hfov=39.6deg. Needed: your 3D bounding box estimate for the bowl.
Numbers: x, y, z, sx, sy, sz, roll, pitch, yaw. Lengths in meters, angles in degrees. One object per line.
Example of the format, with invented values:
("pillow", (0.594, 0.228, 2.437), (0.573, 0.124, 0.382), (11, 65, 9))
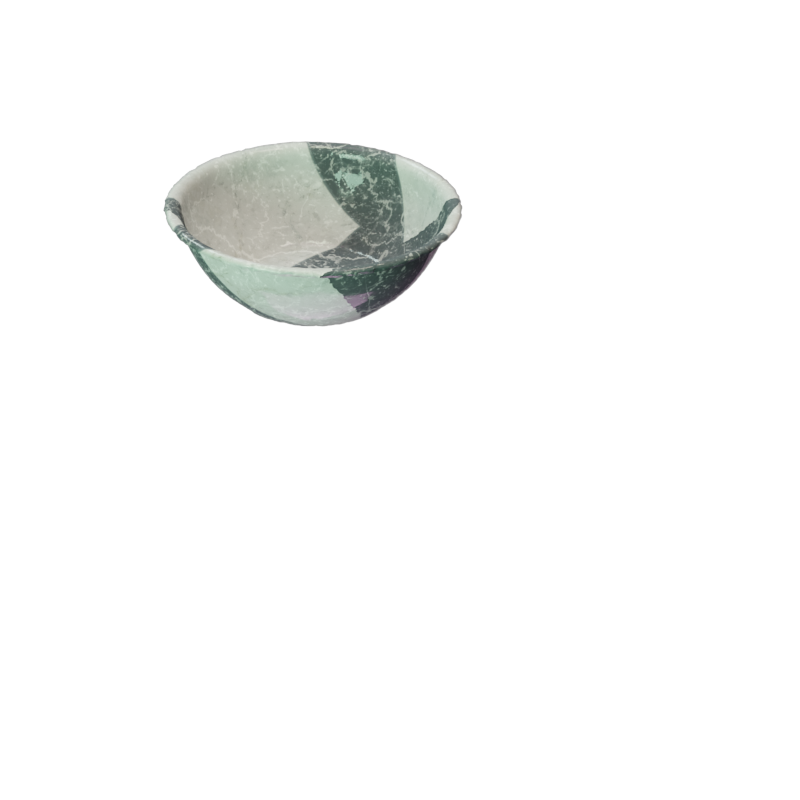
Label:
("bowl", (-0.048, -0.088, 0.617), (0.162, 0.052, 0.173), (-1, 34, -2))
